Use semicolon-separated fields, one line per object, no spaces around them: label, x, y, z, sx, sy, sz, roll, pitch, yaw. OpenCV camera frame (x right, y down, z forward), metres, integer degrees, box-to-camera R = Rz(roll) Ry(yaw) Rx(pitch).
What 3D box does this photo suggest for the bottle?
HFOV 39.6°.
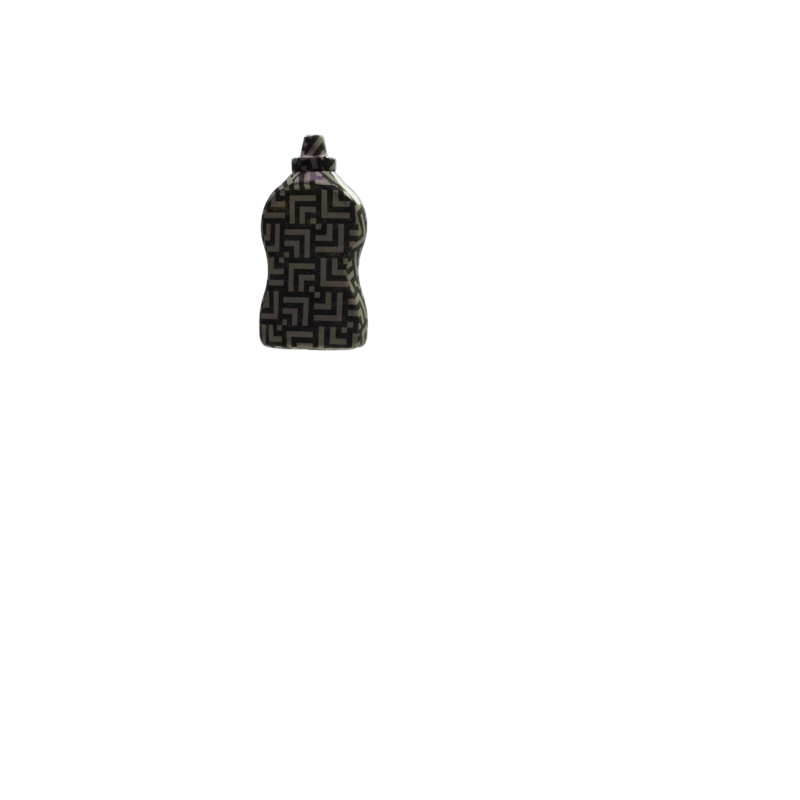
bottle;-0.078;-0.143;0.998;0.098;0.192;0.057;0;0;20
